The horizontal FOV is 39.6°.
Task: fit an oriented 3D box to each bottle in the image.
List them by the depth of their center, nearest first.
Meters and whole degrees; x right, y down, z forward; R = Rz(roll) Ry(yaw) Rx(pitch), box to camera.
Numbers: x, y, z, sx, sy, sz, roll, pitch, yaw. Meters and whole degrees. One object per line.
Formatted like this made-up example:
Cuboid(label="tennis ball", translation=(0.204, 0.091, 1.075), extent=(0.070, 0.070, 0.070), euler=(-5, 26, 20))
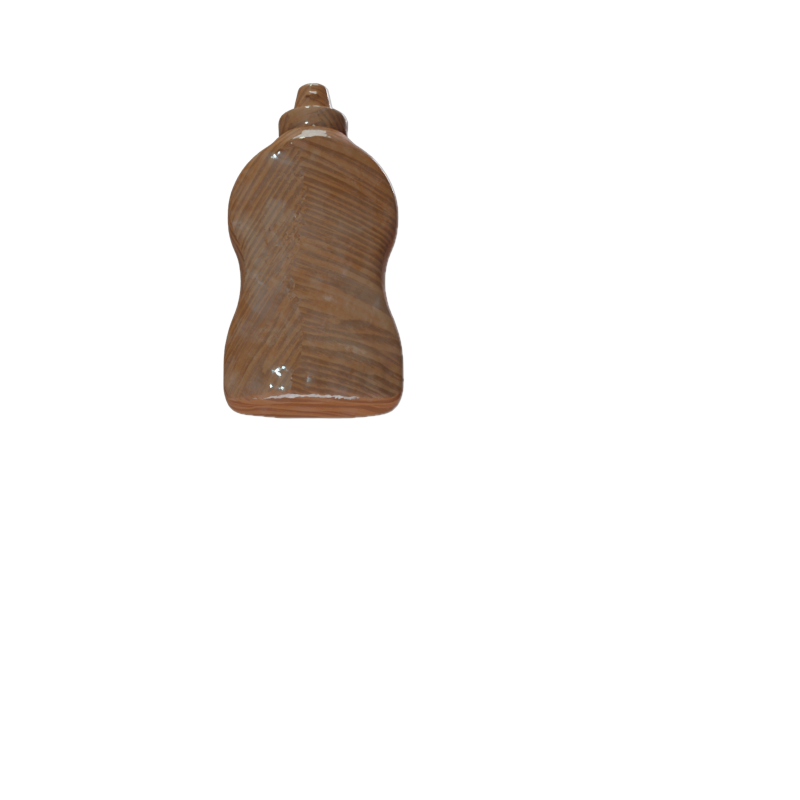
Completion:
Cuboid(label="bottle", translation=(-0.049, -0.089, 0.622), extent=(0.096, 0.201, 0.056), euler=(-1, -19, -1))
